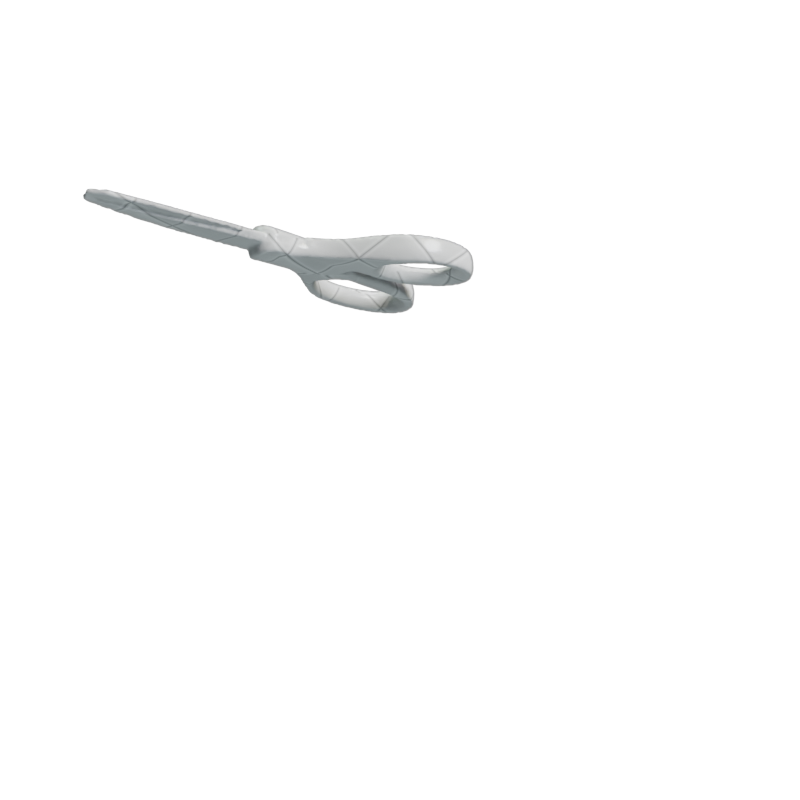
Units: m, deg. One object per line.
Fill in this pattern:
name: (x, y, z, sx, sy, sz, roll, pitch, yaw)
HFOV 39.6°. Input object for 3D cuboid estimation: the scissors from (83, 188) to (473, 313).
scissors: (-0.040, -0.073, 0.514, 0.098, 0.016, 0.189, -9, -16, 32)
